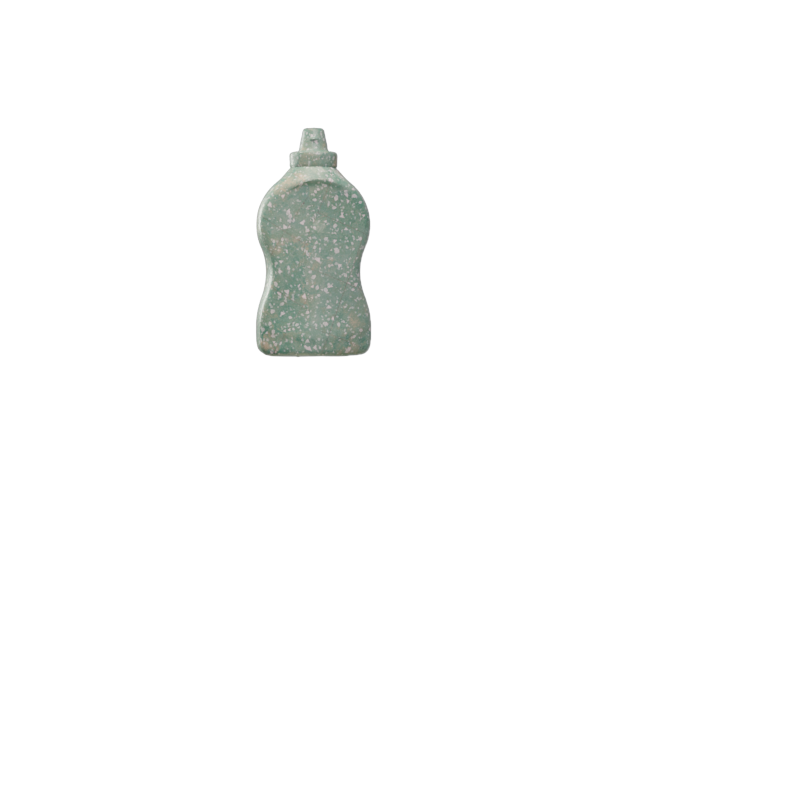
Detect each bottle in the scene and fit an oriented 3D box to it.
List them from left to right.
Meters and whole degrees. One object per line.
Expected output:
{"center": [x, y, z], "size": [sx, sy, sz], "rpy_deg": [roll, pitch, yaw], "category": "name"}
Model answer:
{"center": [-0.074, -0.134, 0.940], "size": [0.095, 0.192, 0.059], "rpy_deg": [0, -1, -9], "category": "bottle"}
